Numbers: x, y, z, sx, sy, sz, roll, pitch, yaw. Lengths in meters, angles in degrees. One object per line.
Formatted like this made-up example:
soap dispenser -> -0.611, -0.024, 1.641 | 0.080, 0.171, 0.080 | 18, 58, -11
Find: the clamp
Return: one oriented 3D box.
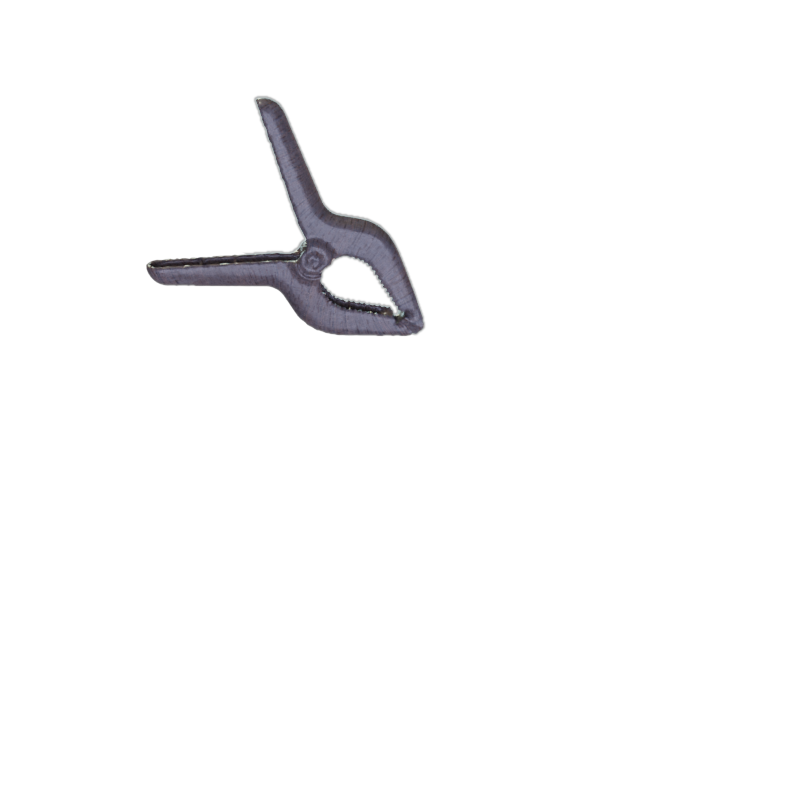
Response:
clamp -> -0.066, -0.120, 0.841 | 0.206, 0.161, 0.038 | 26, 15, -8
